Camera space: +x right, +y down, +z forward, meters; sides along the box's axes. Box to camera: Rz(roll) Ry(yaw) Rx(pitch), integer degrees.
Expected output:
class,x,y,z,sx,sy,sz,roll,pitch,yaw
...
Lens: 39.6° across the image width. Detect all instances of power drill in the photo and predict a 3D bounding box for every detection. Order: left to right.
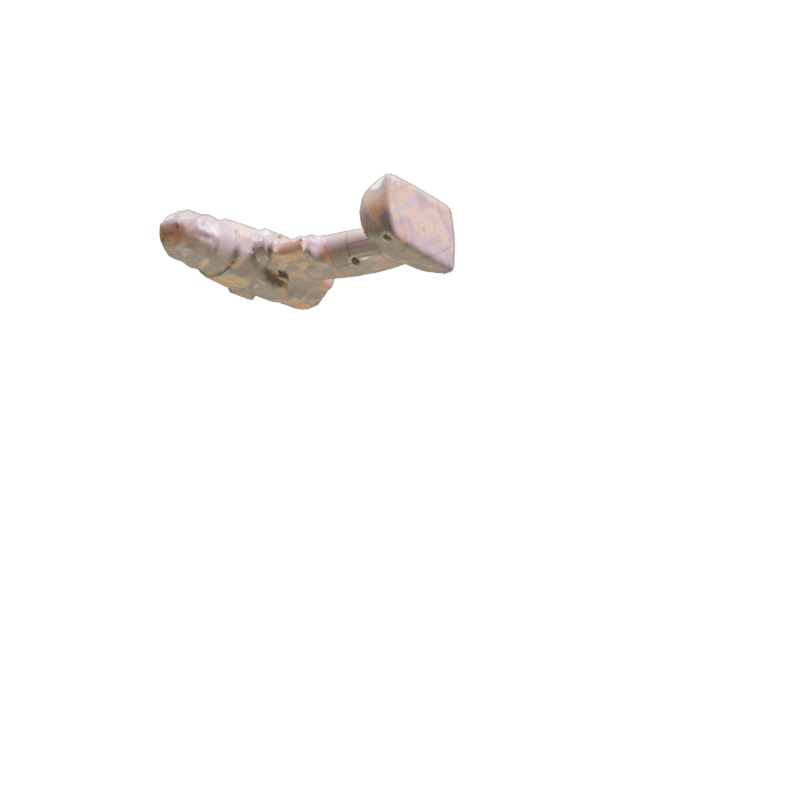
class,x,y,z,sx,sy,sz,roll,pitch,yaw
power drill,-0.067,-0.123,0.858,0.192,0.059,0.174,-7,-13,34
